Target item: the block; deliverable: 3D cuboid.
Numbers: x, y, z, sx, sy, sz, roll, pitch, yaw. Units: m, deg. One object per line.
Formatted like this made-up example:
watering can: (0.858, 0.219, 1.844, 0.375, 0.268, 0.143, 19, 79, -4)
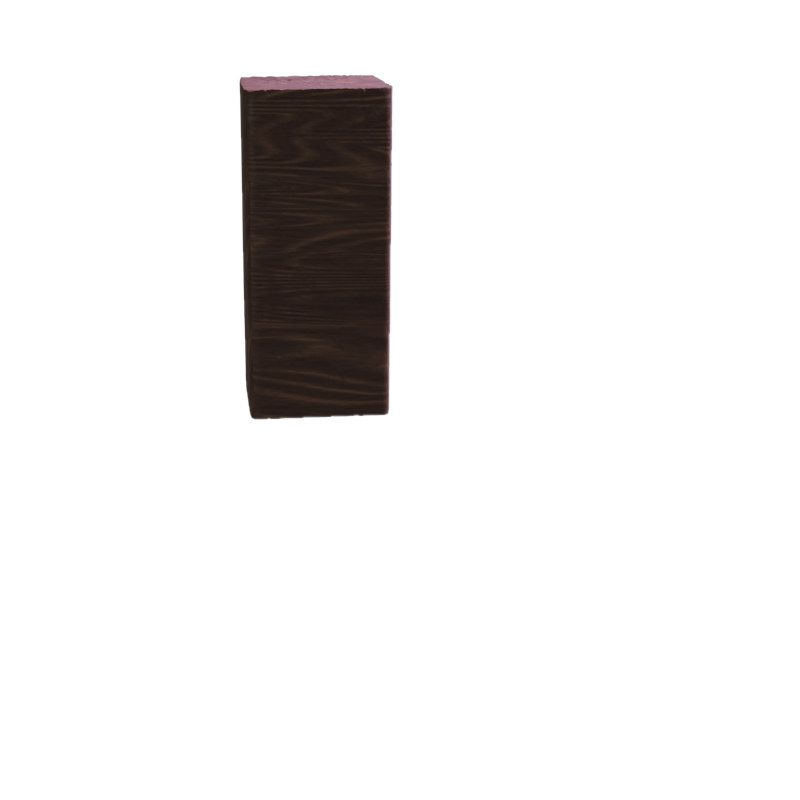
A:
block: (-0.056, -0.102, 0.713, 0.090, 0.199, 0.094, -1, 15, -7)
